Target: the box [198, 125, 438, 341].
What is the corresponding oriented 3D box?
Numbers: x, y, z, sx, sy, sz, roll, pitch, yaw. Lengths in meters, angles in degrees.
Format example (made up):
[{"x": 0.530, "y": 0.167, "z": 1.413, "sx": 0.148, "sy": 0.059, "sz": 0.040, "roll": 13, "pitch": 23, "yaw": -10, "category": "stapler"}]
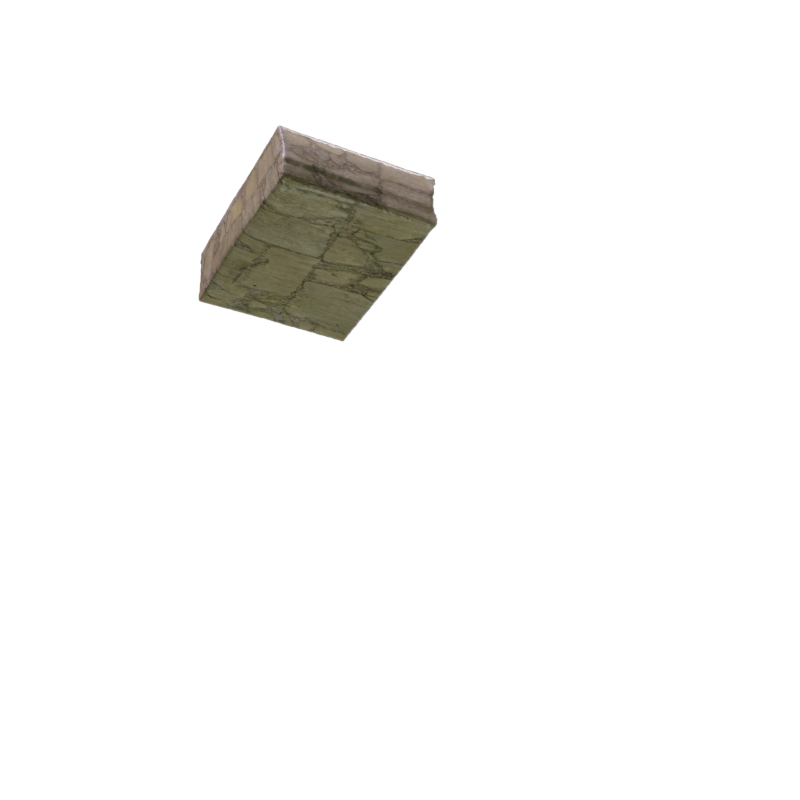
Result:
[{"x": -0.046, "y": -0.084, "z": 0.587, "sx": 0.086, "sy": 0.042, "sz": 0.110, "roll": 16, "pitch": -38, "yaw": -23, "category": "box"}]
